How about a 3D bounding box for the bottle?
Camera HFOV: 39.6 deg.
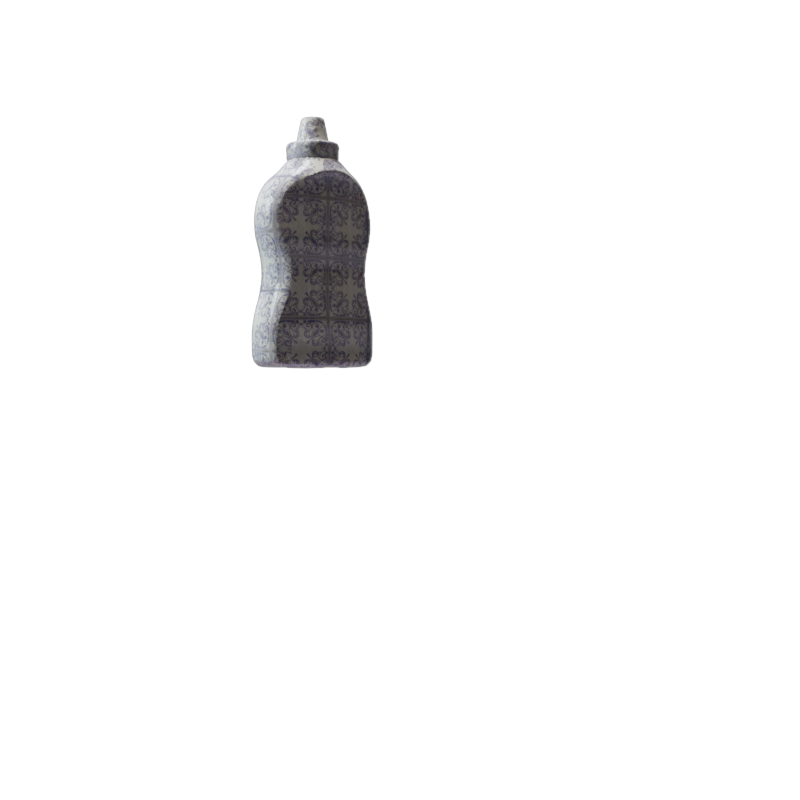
[{"bbox_3d":[-0.067,-0.121,0.849,0.092,0.194,0.060,3,-5,-36],"label":"bottle"}]
